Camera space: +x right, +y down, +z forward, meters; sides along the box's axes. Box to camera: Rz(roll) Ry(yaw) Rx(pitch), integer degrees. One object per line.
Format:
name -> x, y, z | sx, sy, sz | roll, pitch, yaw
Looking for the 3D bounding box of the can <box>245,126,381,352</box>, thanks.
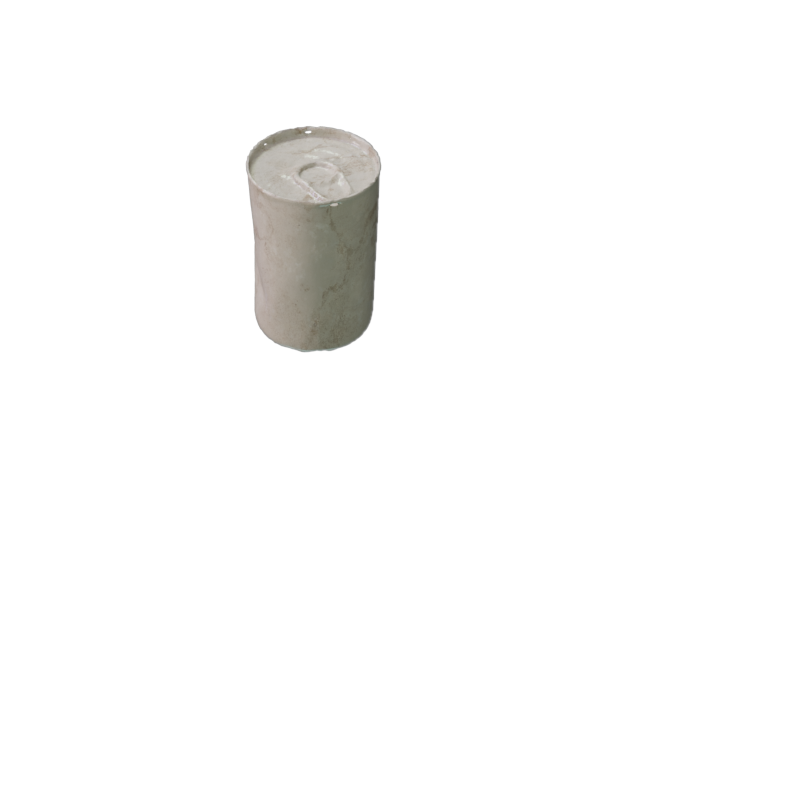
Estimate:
can -> -0.046, -0.084, 0.586 | 0.068, 0.095, 0.073 | 0, 42, -3
